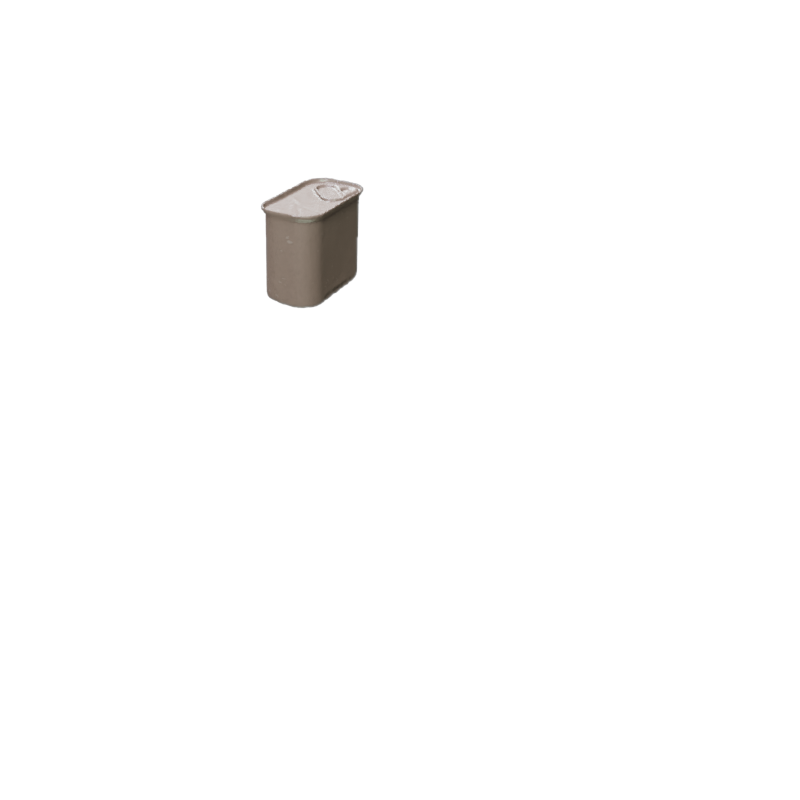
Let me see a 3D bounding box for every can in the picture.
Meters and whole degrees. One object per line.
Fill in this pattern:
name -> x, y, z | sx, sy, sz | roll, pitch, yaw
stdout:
can -> -0.075, -0.136, 0.955 | 0.060, 0.080, 0.103 | 13, 28, 24
